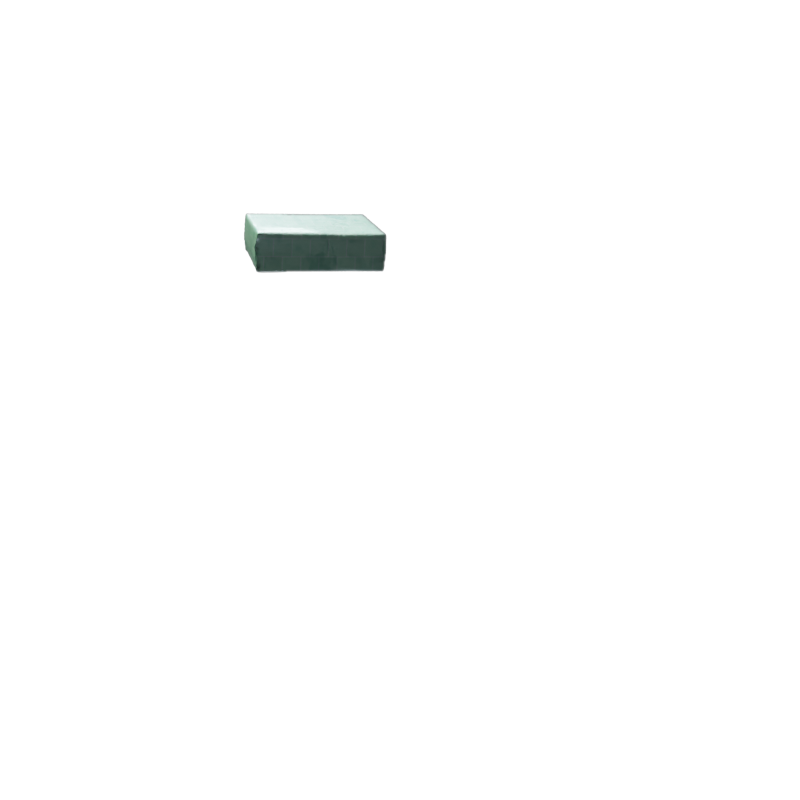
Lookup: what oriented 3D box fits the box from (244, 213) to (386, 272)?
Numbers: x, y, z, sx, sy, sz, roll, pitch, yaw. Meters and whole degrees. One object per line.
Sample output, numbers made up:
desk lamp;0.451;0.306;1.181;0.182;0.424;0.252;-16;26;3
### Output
box;-0.076;-0.138;0.968;0.112;0.038;0.094;-3;18;-11
